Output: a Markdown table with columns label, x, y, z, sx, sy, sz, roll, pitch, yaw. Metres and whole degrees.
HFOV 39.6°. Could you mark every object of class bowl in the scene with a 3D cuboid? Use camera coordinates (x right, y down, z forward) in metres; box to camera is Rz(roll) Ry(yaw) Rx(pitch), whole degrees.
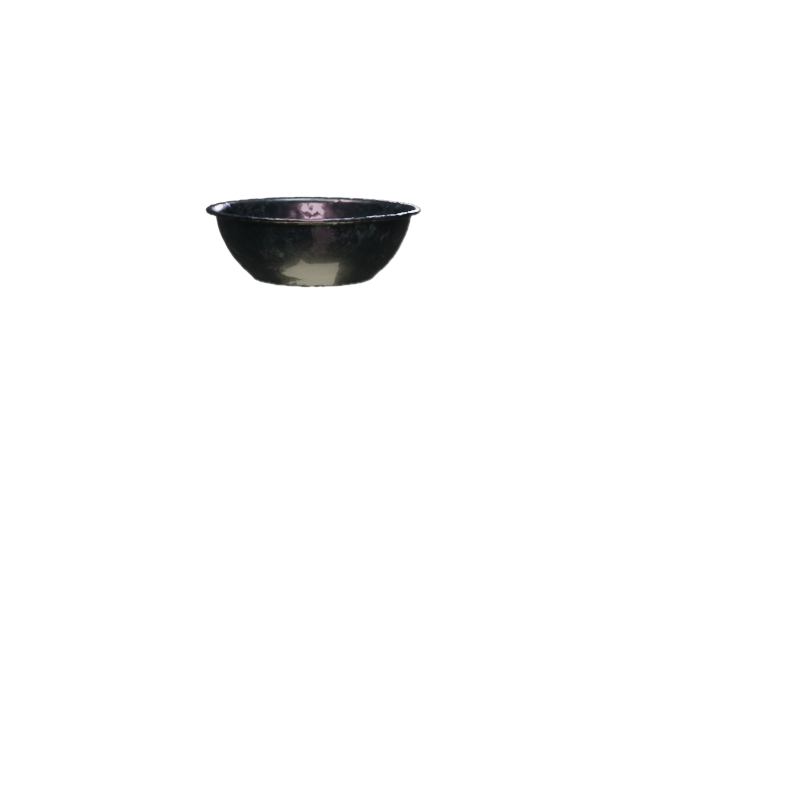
| label | x | y | z | sx | sy | sz | roll | pitch | yaw |
| --- | --- | --- | --- | --- | --- | --- | --- | --- | --- |
| bowl | -0.066 | -0.119 | 0.837 | 0.162 | 0.054 | 0.167 | 0 | 14 | -2 |
